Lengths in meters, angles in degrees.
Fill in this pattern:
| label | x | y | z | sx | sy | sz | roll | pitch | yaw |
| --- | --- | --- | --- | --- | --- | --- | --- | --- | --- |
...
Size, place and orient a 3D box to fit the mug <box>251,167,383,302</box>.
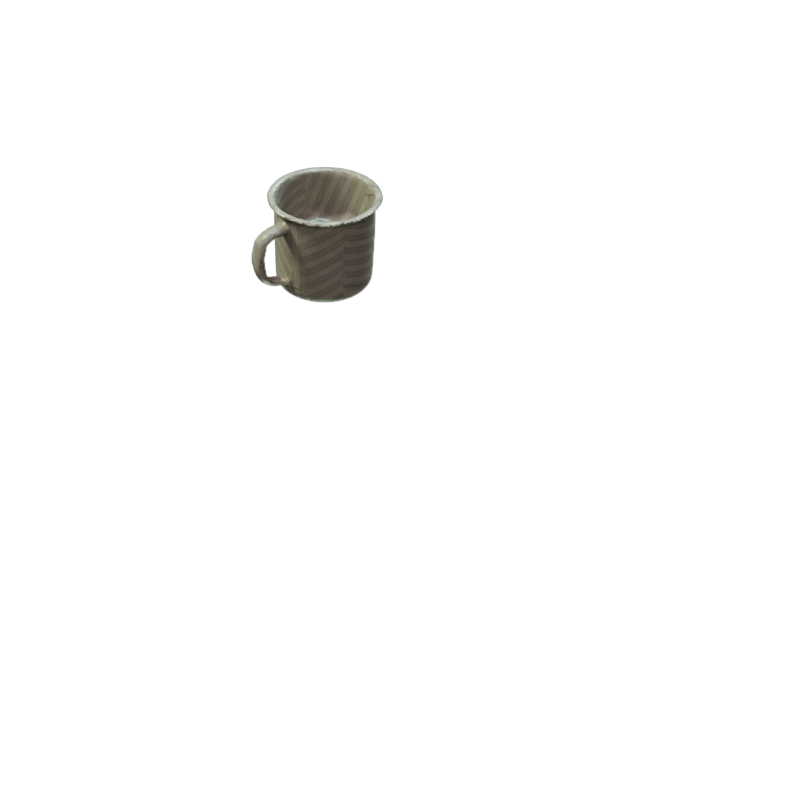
| label | x | y | z | sx | sy | sz | roll | pitch | yaw |
| --- | --- | --- | --- | --- | --- | --- | --- | --- | --- |
| mug | -0.071 | -0.129 | 0.905 | 0.117 | 0.076 | 0.100 | -29 | 46 | -33 |
